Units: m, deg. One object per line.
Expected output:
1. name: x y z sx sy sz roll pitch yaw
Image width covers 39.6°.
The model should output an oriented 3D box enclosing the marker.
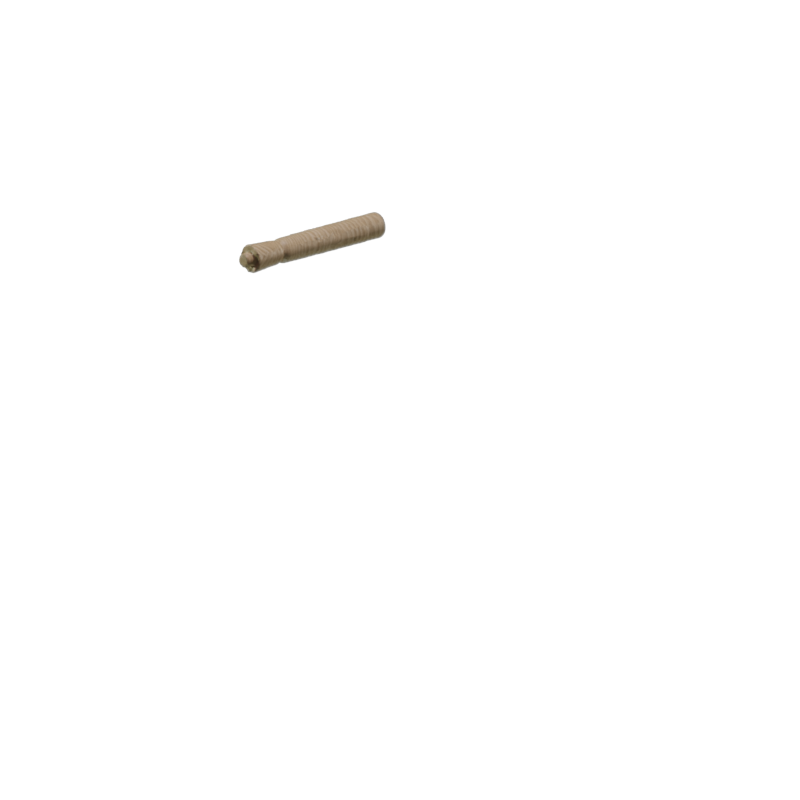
1. marker: -0.058 -0.106 0.744 0.119 0.019 0.021 -23 18 -40
